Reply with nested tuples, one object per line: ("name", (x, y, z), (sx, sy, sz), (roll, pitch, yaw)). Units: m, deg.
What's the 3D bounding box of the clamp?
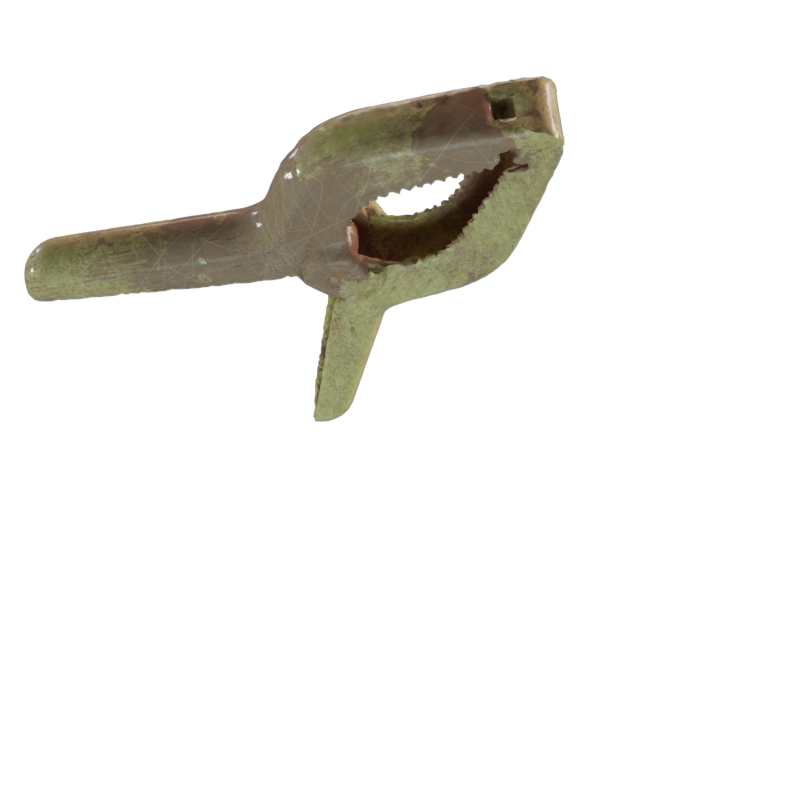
("clamp", (-0.033, -0.059, 0.417), (0.156, 0.039, 0.207), (21, -37, -31))
